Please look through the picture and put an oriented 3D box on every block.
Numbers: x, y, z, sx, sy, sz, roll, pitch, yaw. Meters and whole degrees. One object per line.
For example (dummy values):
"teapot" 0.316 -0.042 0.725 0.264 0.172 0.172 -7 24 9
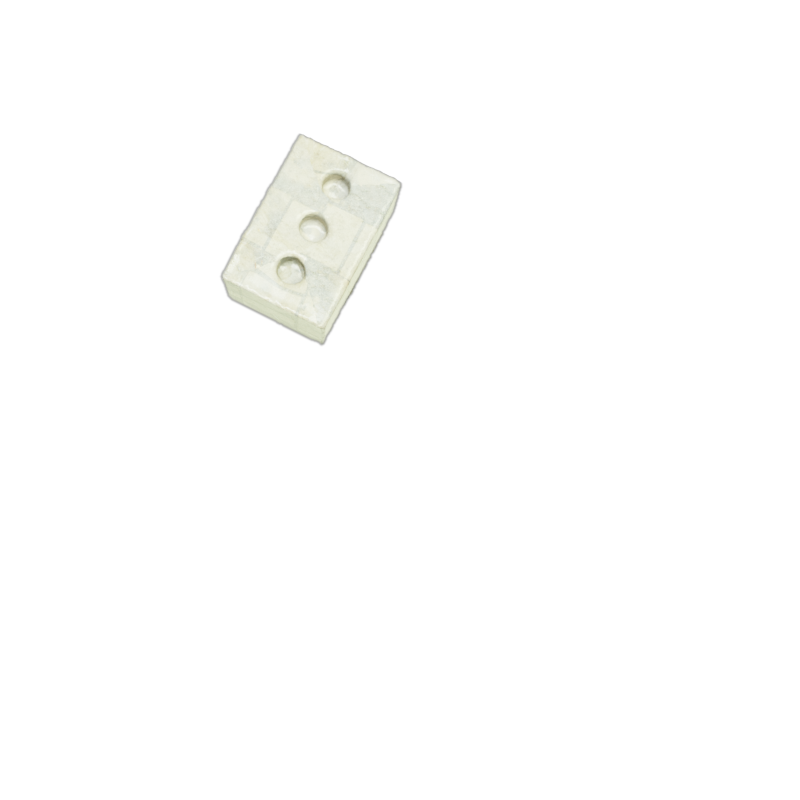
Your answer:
"block" -0.040 -0.073 0.513 0.053 0.079 0.050 26 -12 3
